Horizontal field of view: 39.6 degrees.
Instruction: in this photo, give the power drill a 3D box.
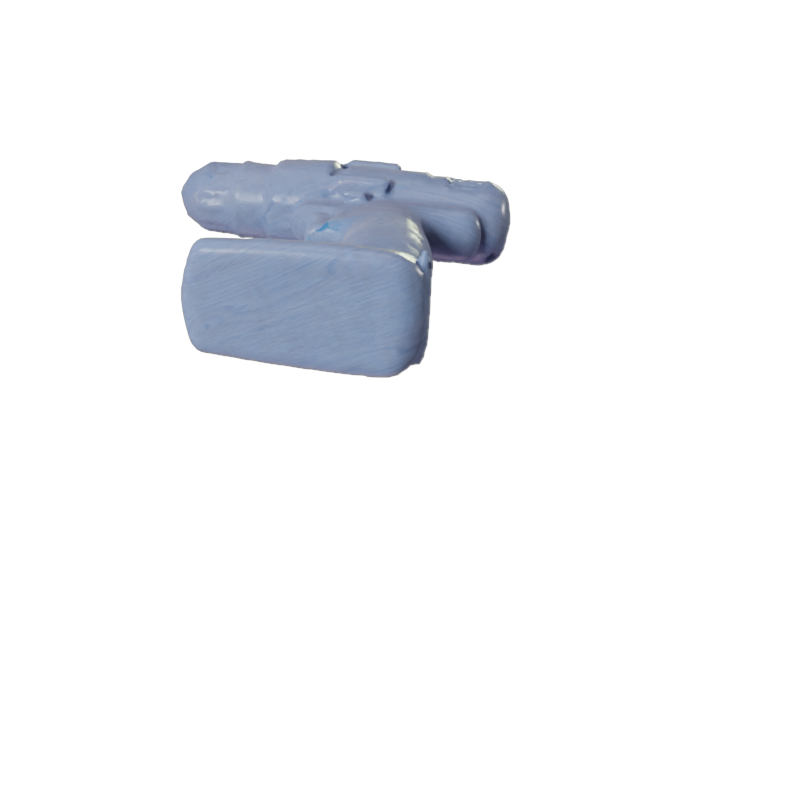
[{"bbox_3d":[-0.043,-0.079,0.552,0.188,0.055,0.194,5,25,10],"label":"power drill"}]
